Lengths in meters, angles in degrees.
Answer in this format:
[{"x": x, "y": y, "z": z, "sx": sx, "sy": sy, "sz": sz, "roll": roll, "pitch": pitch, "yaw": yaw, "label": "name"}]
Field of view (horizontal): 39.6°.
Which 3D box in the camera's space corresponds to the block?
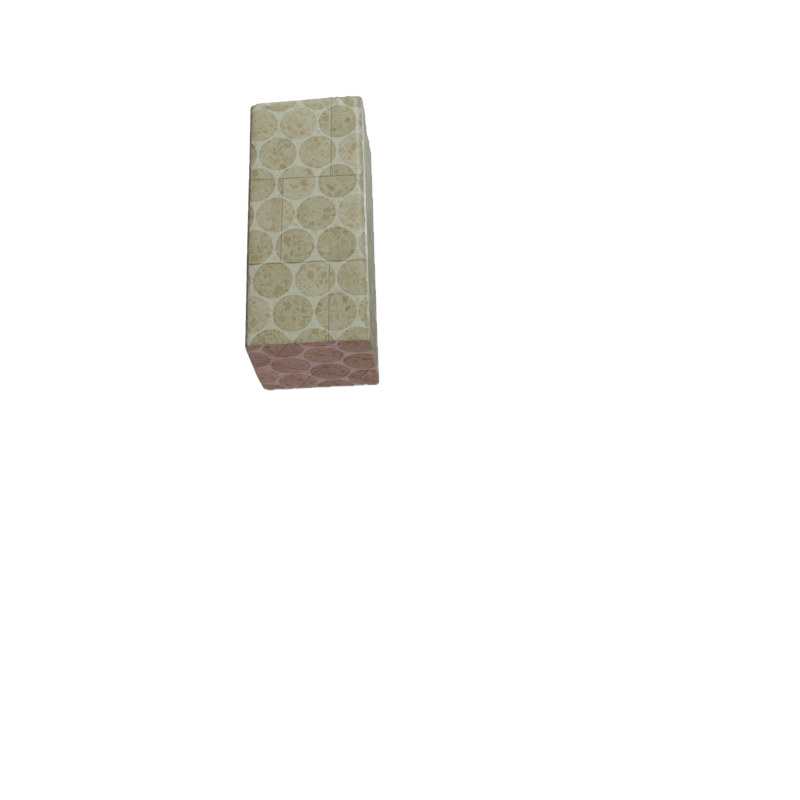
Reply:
[{"x": -0.067, "y": -0.122, "z": 0.853, "sx": 0.091, "sy": 0.219, "sz": 0.084, "roll": -4, "pitch": -26, "yaw": 4, "label": "block"}]
